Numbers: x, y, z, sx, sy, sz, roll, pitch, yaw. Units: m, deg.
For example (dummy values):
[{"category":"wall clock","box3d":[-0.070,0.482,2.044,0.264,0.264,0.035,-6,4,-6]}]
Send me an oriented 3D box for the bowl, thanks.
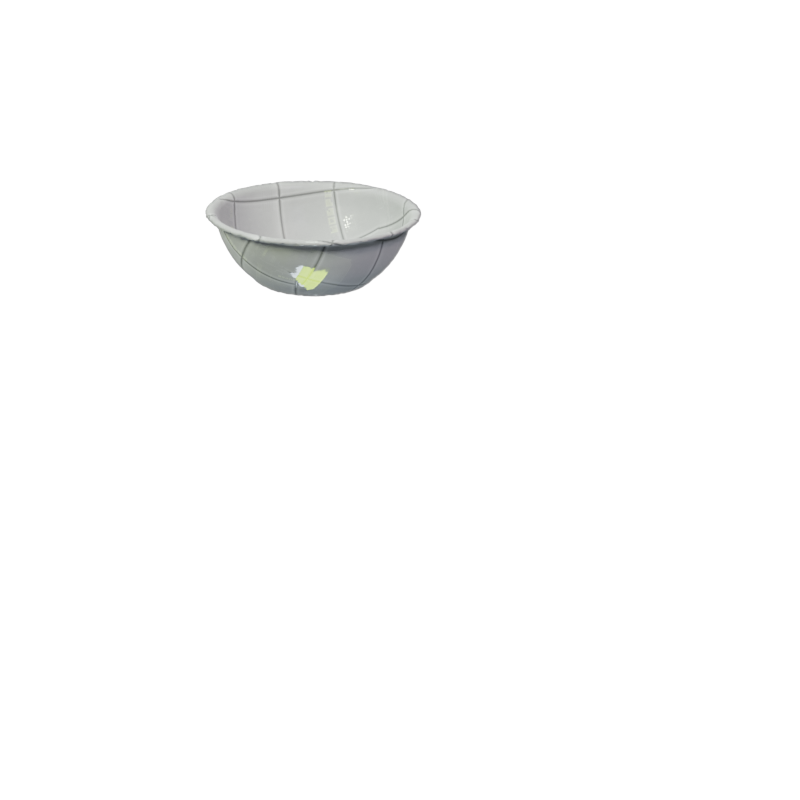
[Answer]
[{"category":"bowl","box3d":[-0.066,-0.120,0.843,0.162,0.052,0.170,-1,25,-2]}]
